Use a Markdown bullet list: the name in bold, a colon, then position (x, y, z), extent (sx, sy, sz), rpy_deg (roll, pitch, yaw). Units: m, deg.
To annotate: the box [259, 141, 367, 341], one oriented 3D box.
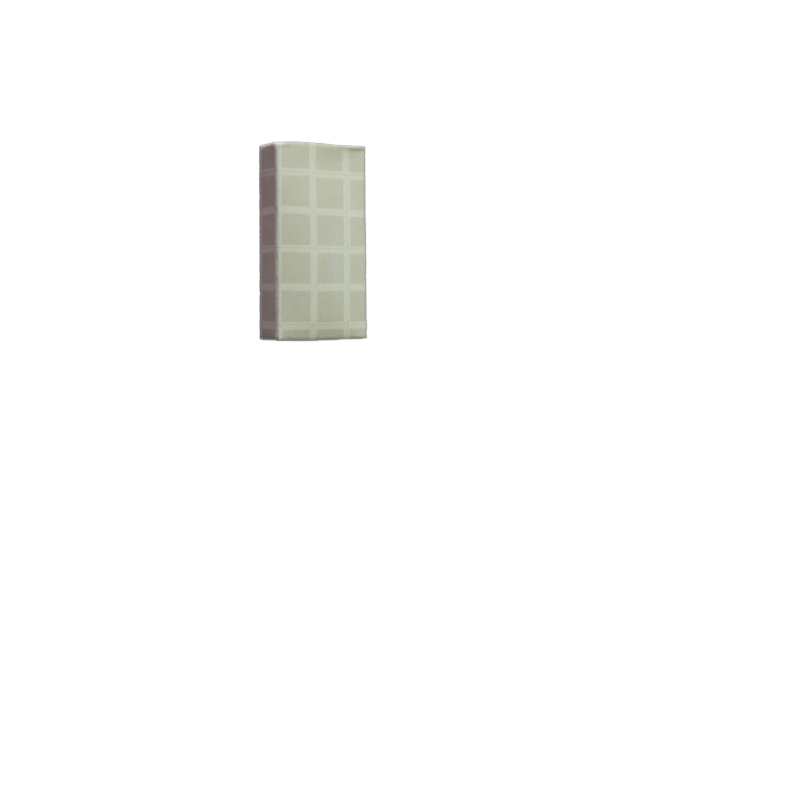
- **box**: position (-0.078, -0.143, 0.998), extent (0.090, 0.176, 0.049), rpy_deg (-1, 0, -28)
